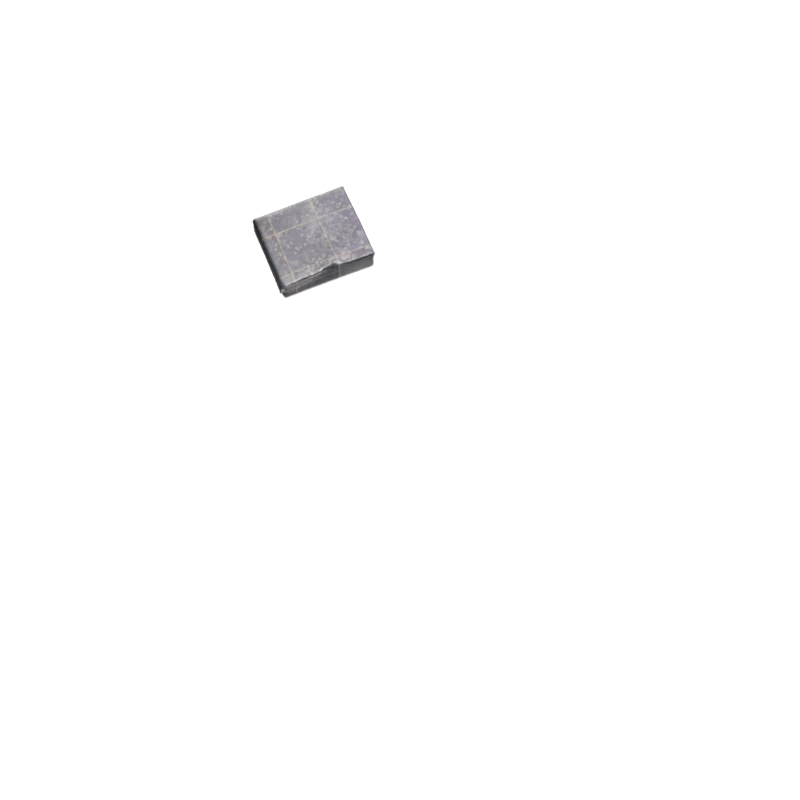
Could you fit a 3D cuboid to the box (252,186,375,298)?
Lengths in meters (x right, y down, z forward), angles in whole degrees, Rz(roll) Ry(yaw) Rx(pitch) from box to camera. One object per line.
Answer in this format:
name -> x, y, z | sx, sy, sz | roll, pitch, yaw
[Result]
box -> -0.077, -0.140, 0.983 | 0.089, 0.078, 0.029 | -21, -23, -10
